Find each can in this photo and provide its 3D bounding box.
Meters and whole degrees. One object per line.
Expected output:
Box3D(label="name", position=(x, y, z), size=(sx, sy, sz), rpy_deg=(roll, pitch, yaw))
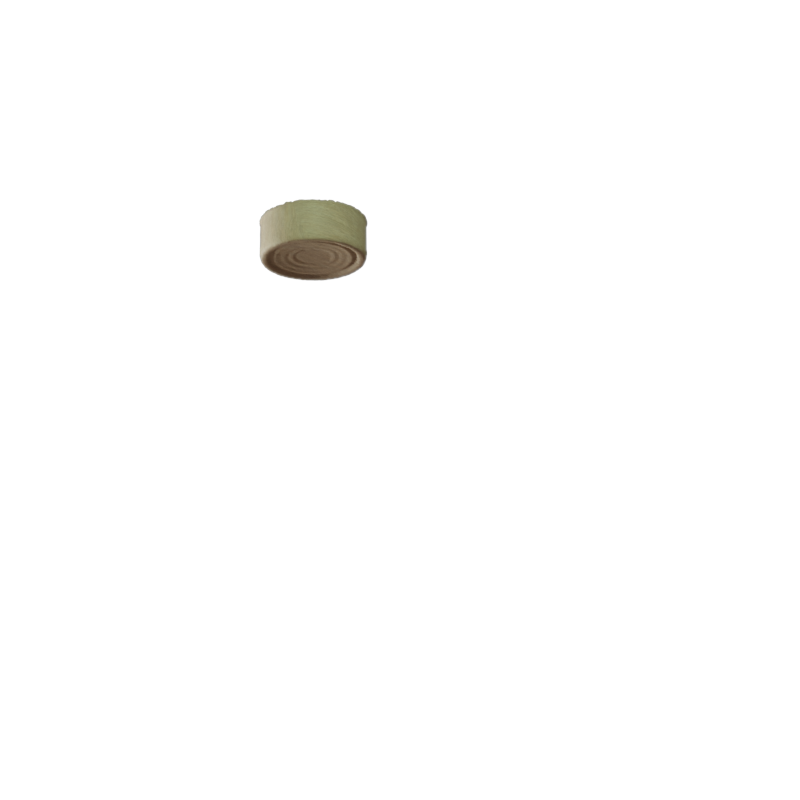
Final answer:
Box3D(label="can", position=(-0.069, -0.125, 0.875), size=(0.086, 0.035, 0.082), rpy_deg=(0, -18, -2))
